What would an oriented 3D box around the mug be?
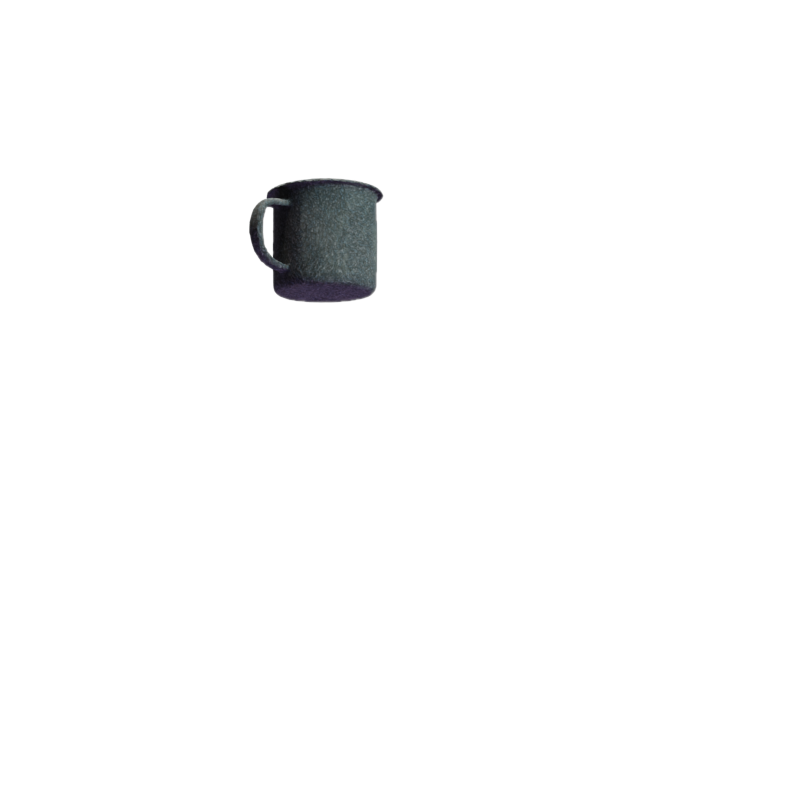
[{"bbox_3d":[-0.068,-0.124,0.868,0.111,0.084,0.095,8,-12,-43],"label":"mug"}]
